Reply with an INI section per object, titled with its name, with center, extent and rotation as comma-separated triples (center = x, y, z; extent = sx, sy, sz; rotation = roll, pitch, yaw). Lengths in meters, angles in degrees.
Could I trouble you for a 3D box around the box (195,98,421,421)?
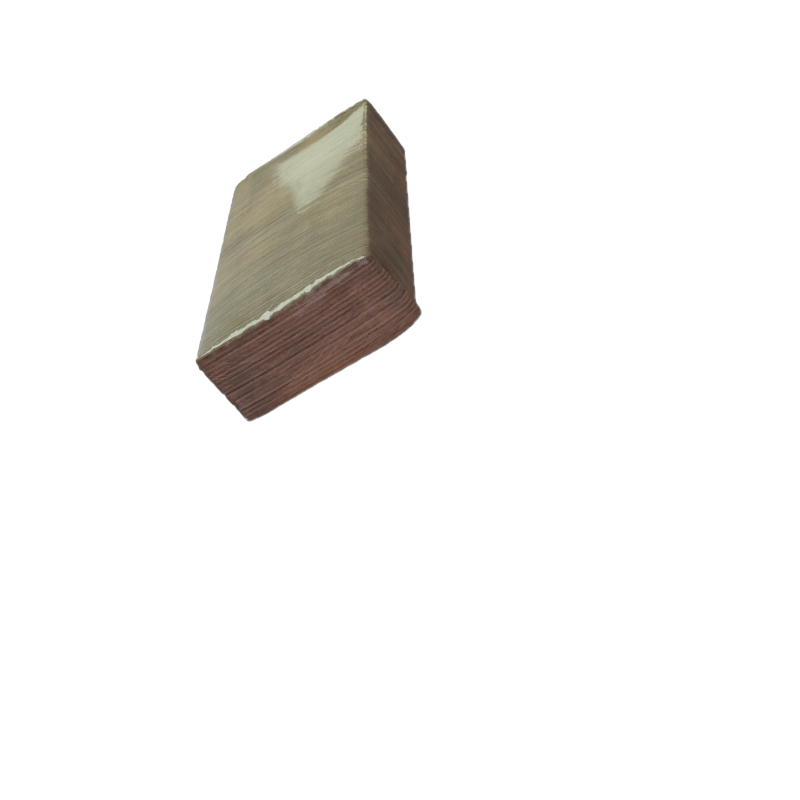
[box]
center = -0.042, -0.076, 0.534
extent = 0.093, 0.045, 0.188
rotation = -30, 32, 17
